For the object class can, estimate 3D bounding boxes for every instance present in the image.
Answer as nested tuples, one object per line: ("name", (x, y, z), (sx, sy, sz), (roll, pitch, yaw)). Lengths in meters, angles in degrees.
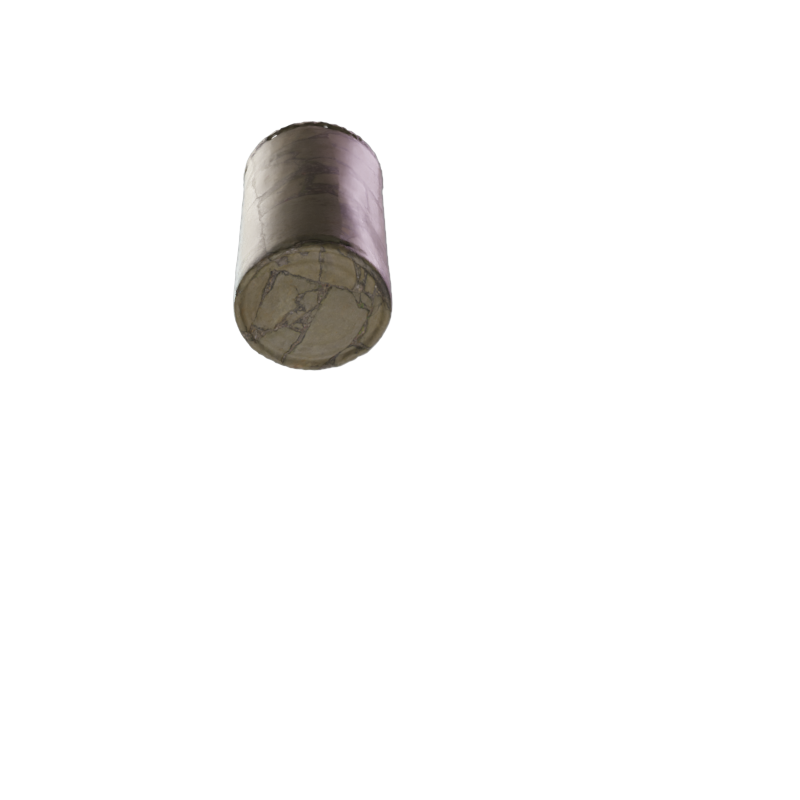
("can", (-0.039, -0.071, 0.496), (0.068, 0.064, 0.109), (-1, 39, -3))
